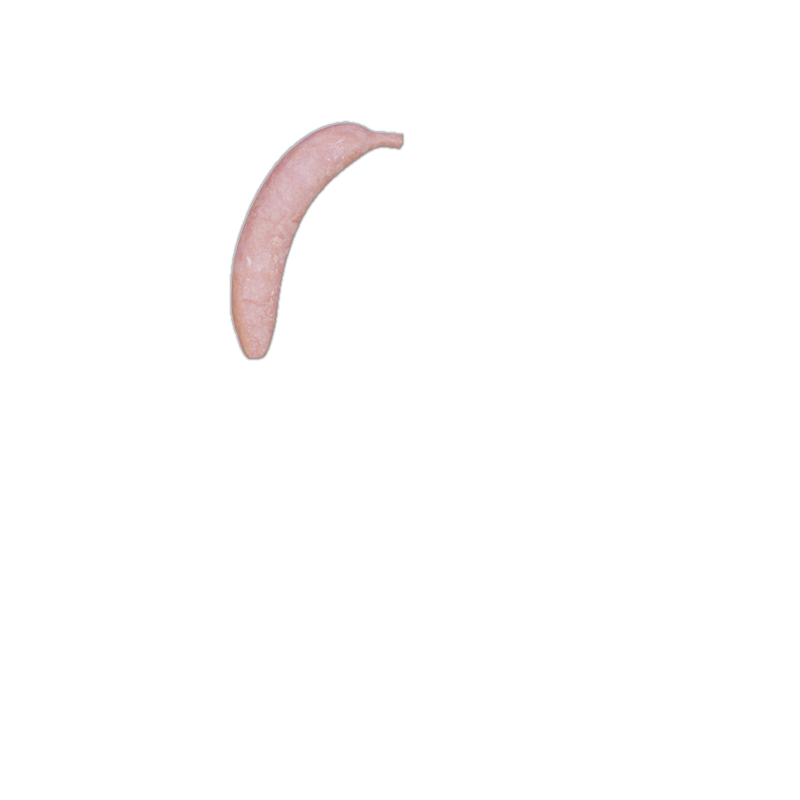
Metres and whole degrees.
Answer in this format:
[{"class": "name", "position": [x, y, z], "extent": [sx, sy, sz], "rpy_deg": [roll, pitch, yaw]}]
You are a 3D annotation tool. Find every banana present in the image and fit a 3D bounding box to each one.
[{"class": "banana", "position": [-0.076, -0.127, 0.795], "extent": [0.070, 0.199, 0.036], "rpy_deg": [33, -4, 1]}]
